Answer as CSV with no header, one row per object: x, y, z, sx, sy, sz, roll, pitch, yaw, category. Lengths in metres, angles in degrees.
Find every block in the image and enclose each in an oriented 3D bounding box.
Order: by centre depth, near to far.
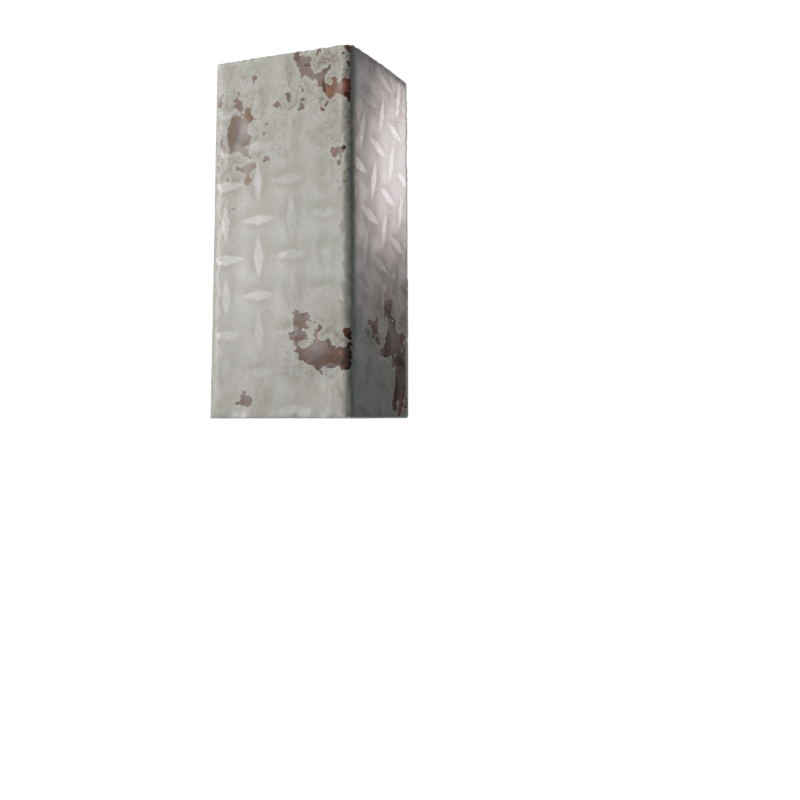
-0.051,-0.094,0.655,0.093,0.210,0.086,-4,-8,24,block
